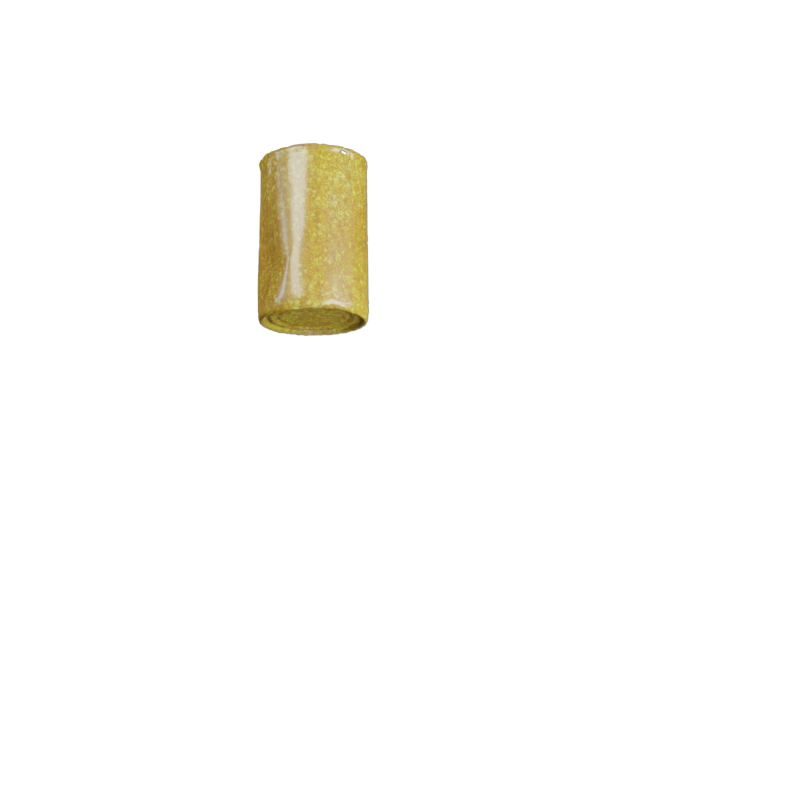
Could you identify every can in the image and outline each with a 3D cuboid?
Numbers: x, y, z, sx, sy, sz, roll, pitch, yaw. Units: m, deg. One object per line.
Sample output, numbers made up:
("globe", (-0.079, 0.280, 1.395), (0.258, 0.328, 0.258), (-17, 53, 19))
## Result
("can", (-0.053, -0.096, 0.675), (0.068, 0.107, 0.066), (0, -17, -2))
